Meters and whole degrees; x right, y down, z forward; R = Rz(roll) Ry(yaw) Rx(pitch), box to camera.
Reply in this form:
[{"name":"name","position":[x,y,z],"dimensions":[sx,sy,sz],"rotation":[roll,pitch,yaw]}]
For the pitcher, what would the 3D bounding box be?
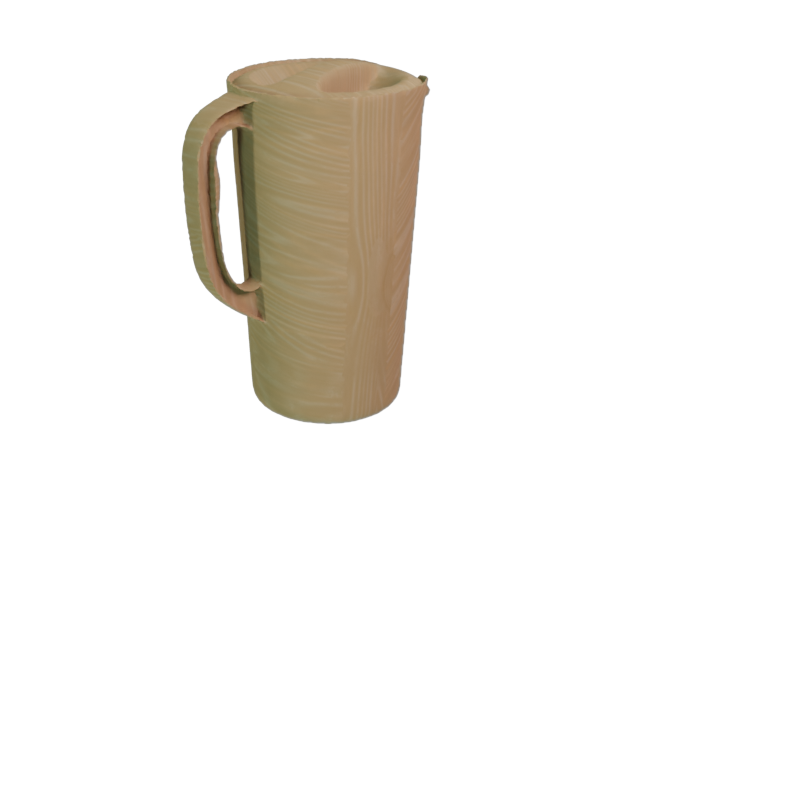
[{"name":"pitcher","position":[-0.060,-0.109,0.766],"dimensions":[0.151,0.232,0.150],"rotation":[4,22,6]}]
